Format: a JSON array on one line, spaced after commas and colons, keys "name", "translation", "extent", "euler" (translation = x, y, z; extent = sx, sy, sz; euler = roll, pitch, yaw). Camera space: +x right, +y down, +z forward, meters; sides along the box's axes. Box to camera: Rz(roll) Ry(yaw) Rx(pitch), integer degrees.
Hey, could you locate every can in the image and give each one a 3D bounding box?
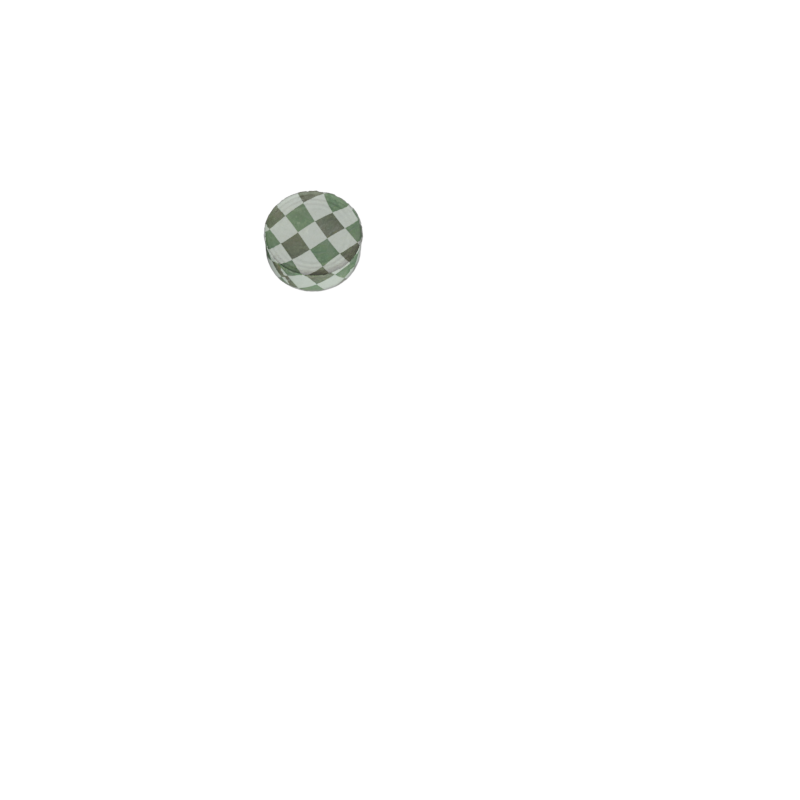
[{"name": "can", "translation": [-0.076, -0.139, 0.971], "extent": [0.086, 0.091, 0.032], "euler": [-1, -27, -1]}]
